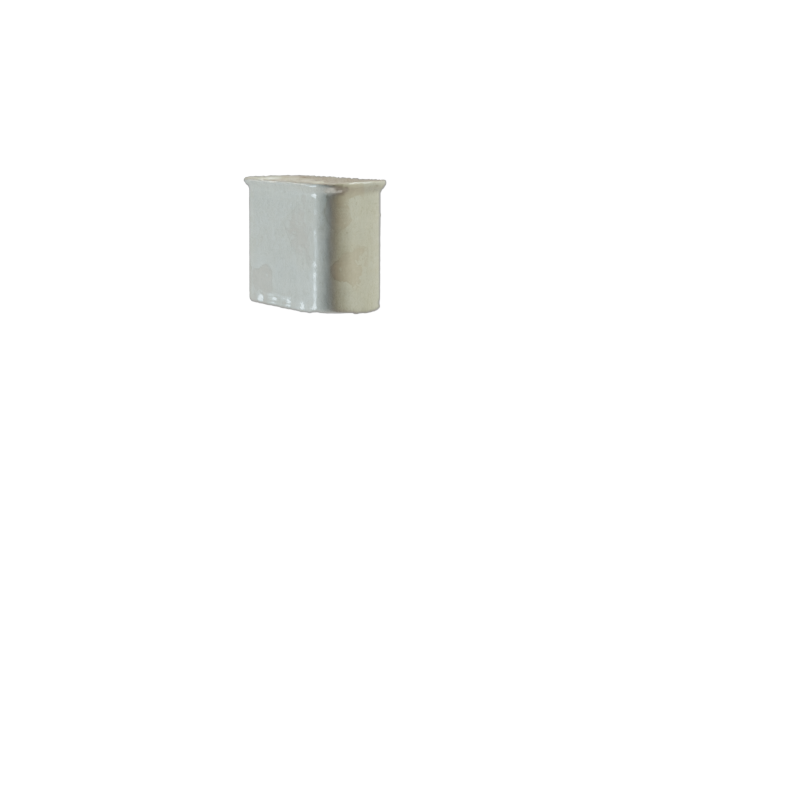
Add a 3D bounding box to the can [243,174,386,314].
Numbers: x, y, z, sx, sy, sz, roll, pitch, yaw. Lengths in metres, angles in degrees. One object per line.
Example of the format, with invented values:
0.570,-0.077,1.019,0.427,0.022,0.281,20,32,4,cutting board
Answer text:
-0.057,-0.104,0.729,0.056,0.082,0.107,-8,14,-41,can
